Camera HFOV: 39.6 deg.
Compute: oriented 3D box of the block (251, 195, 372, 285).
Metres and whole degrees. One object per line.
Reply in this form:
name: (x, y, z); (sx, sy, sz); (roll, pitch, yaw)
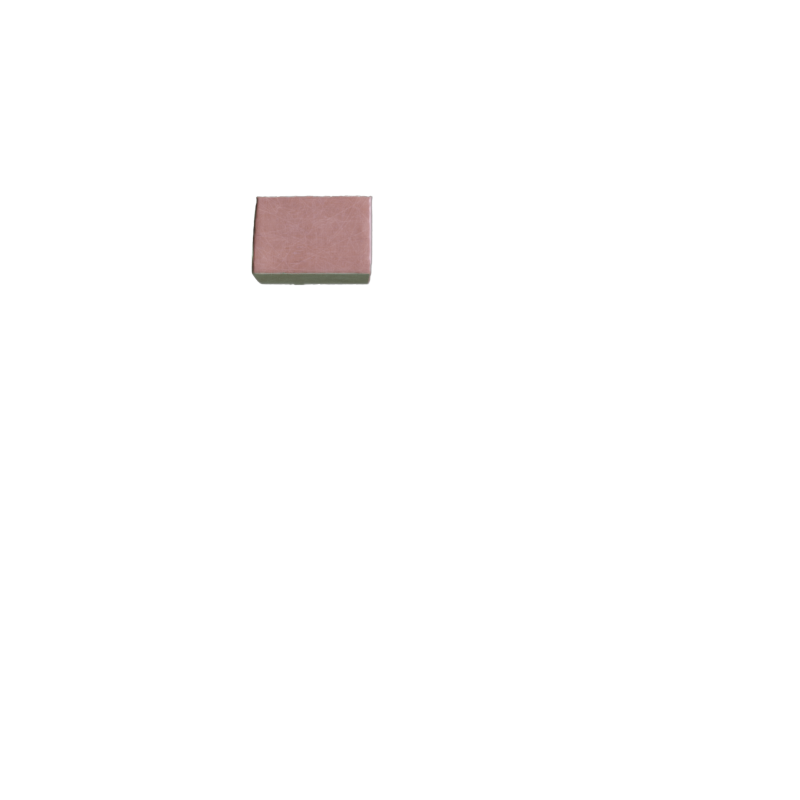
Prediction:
block: (-0.057, -0.105, 0.734); (0.078, 0.052, 0.052); (0, -6, 0)
